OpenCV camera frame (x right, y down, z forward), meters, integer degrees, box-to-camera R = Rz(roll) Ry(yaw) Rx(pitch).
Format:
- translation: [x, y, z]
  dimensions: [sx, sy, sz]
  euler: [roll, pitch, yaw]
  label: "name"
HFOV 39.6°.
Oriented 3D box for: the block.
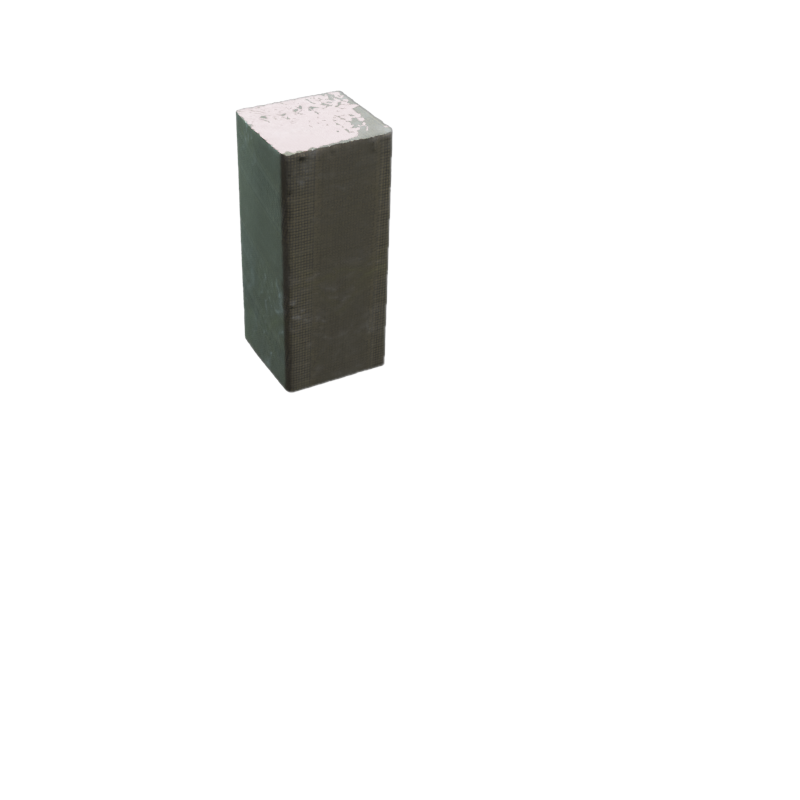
- translation: [-0.067, -0.122, 0.858]
  dimensions: [0.089, 0.194, 0.097]
  euler: [-15, 36, -24]
  label: "block"
